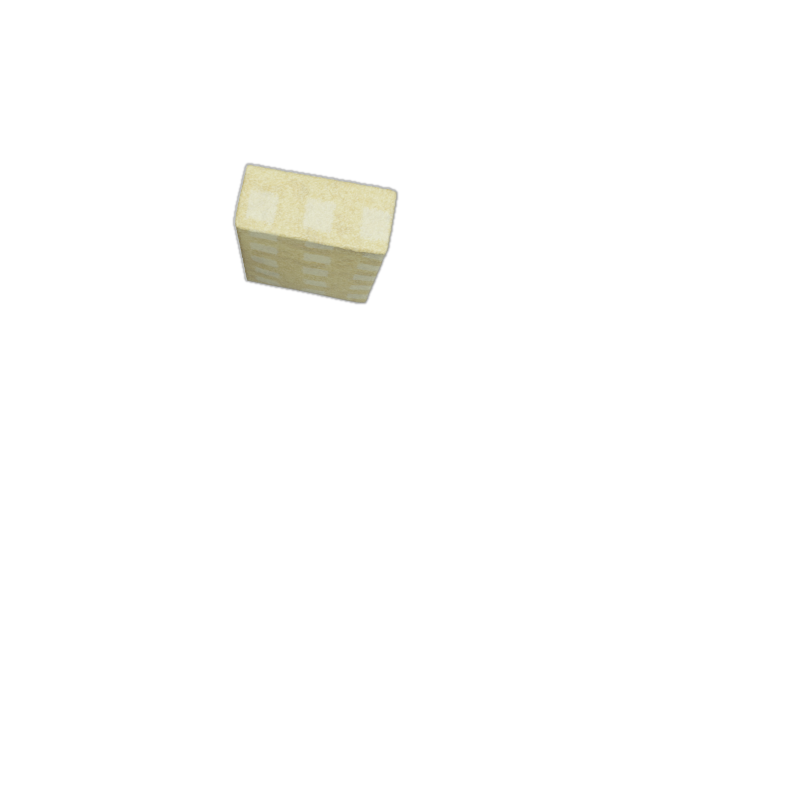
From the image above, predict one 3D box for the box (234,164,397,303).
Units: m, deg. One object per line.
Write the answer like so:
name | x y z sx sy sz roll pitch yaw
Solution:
box | -0.057 -0.103 0.726 0.093 0.049 0.174 11 -4 -3
